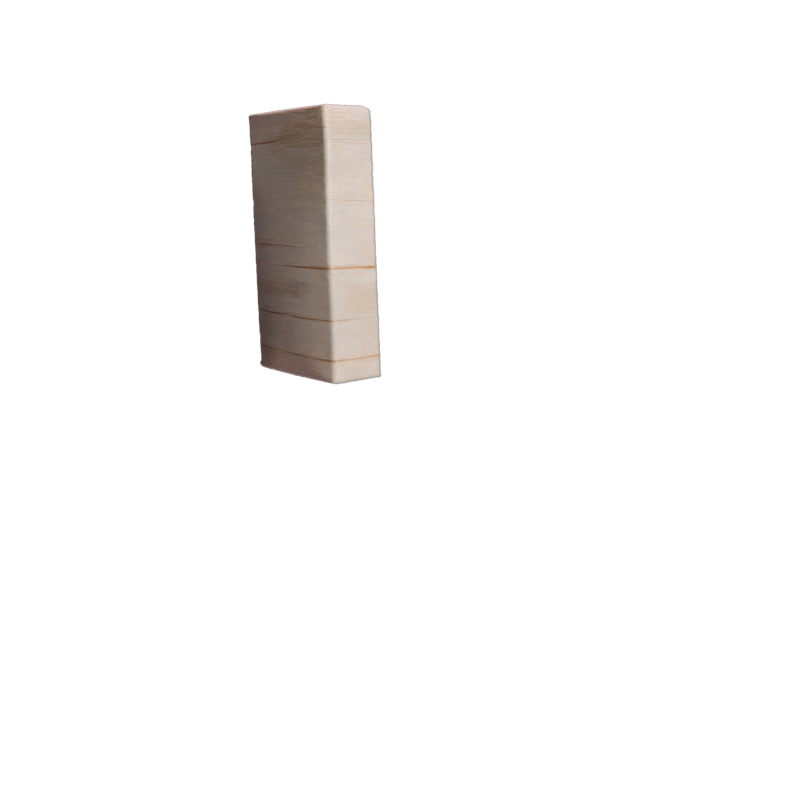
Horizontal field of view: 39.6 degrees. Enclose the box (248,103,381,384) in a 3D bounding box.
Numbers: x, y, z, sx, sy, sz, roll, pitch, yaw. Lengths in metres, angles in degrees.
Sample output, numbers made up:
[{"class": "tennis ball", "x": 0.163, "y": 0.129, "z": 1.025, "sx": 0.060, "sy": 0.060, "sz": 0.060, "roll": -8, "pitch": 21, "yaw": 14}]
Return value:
[{"class": "box", "x": -0.057, "y": -0.105, "z": 0.736, "sx": 0.046, "sy": 0.175, "sz": 0.097, "roll": -2, "pitch": 4, "yaw": -37}]
